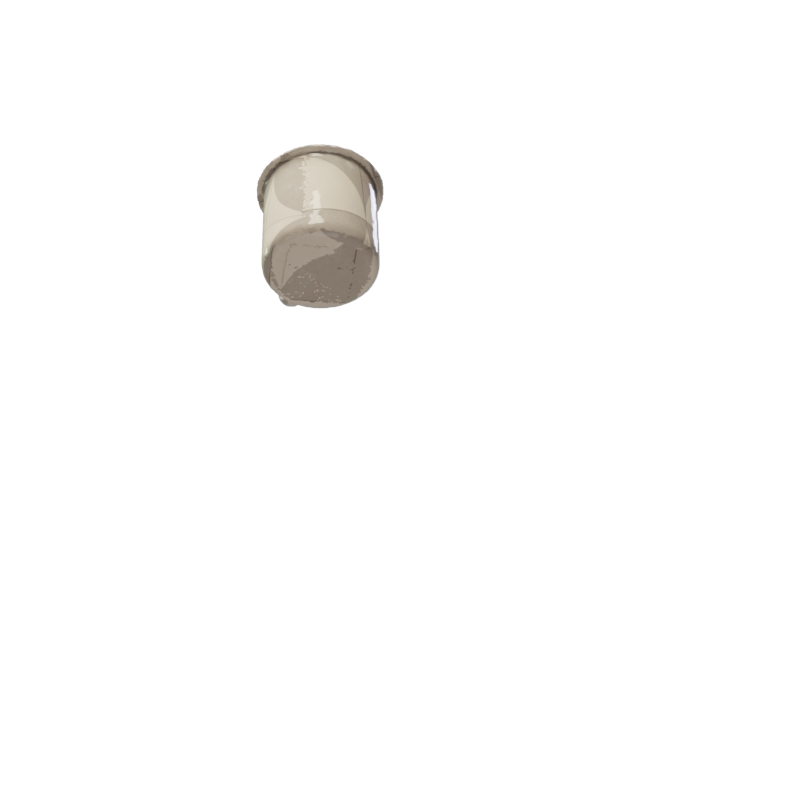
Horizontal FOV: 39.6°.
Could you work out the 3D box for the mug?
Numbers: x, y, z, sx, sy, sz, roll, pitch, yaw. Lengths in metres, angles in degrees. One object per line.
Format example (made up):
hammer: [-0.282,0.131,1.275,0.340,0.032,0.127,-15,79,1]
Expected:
mug: [-0.062,-0.113,0.791,0.090,0.087,0.113,18,-44,-21]
